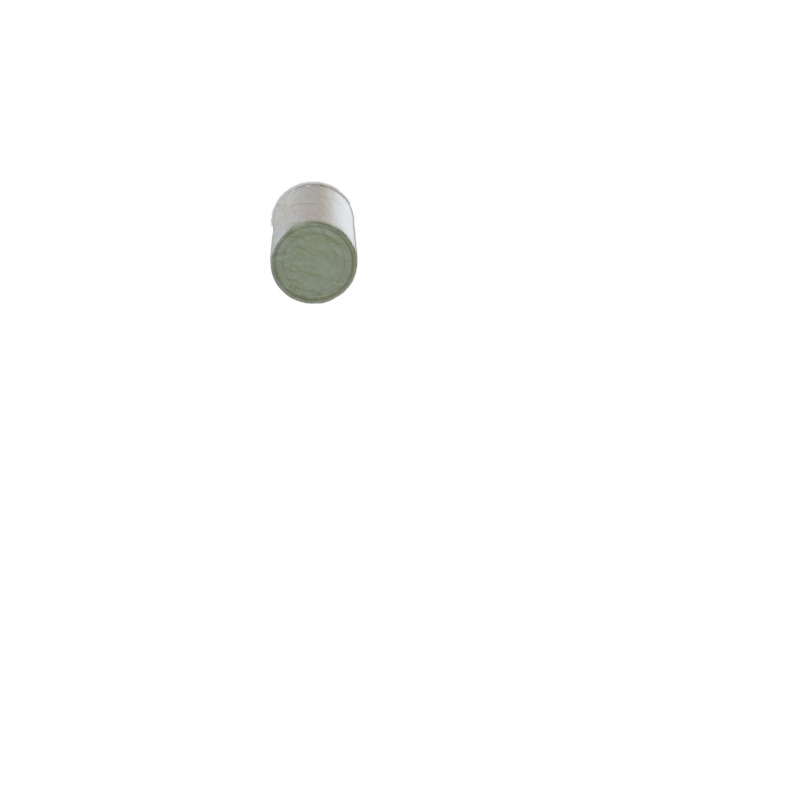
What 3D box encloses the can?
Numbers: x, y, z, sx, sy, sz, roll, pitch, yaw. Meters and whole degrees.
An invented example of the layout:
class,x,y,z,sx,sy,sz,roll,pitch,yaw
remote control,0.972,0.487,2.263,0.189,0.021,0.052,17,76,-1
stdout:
class,x,y,z,sx,sy,sz,roll,pitch,yaw
can,-0.068,-0.125,0.875,0.068,0.065,0.108,0,24,-3
